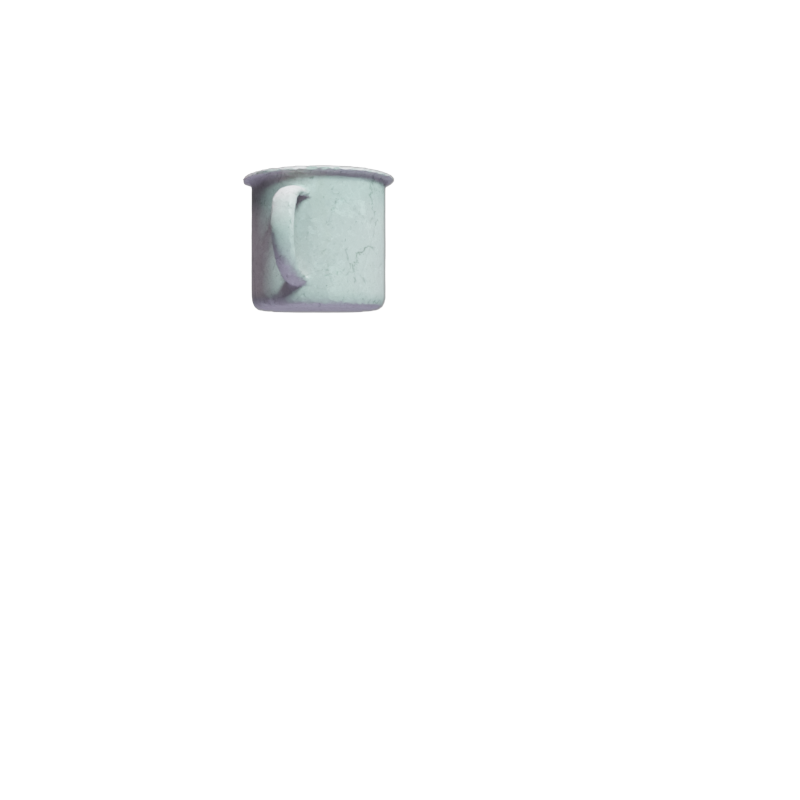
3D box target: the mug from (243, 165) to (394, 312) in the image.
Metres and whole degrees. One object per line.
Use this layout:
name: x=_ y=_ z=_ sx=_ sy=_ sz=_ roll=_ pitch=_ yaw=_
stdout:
mug: x=-0.052 y=-0.095 z=0.668 sx=0.095 sy=0.082 sz=0.114 roll=-1 pitch=-1 yaw=12
